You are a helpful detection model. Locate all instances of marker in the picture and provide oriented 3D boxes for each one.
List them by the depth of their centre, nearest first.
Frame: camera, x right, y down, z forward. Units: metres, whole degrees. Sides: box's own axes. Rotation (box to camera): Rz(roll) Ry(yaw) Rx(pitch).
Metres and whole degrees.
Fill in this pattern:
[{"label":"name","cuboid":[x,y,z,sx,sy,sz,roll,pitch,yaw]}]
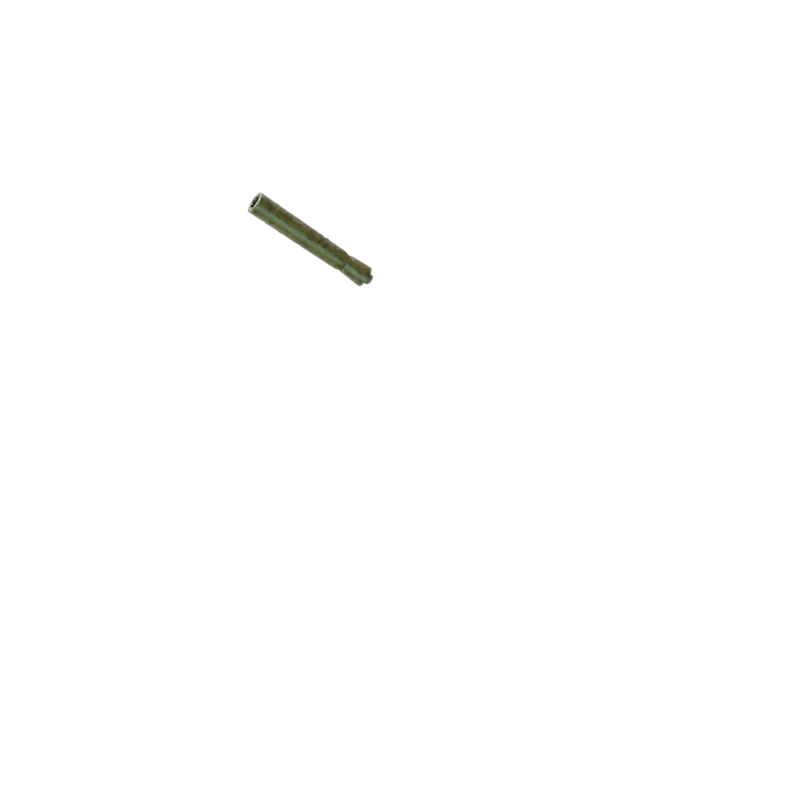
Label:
[{"label":"marker","cuboid":[-0.071,-0.129,0.906,0.115,0.020,0.020,32,-10,-20]}]
